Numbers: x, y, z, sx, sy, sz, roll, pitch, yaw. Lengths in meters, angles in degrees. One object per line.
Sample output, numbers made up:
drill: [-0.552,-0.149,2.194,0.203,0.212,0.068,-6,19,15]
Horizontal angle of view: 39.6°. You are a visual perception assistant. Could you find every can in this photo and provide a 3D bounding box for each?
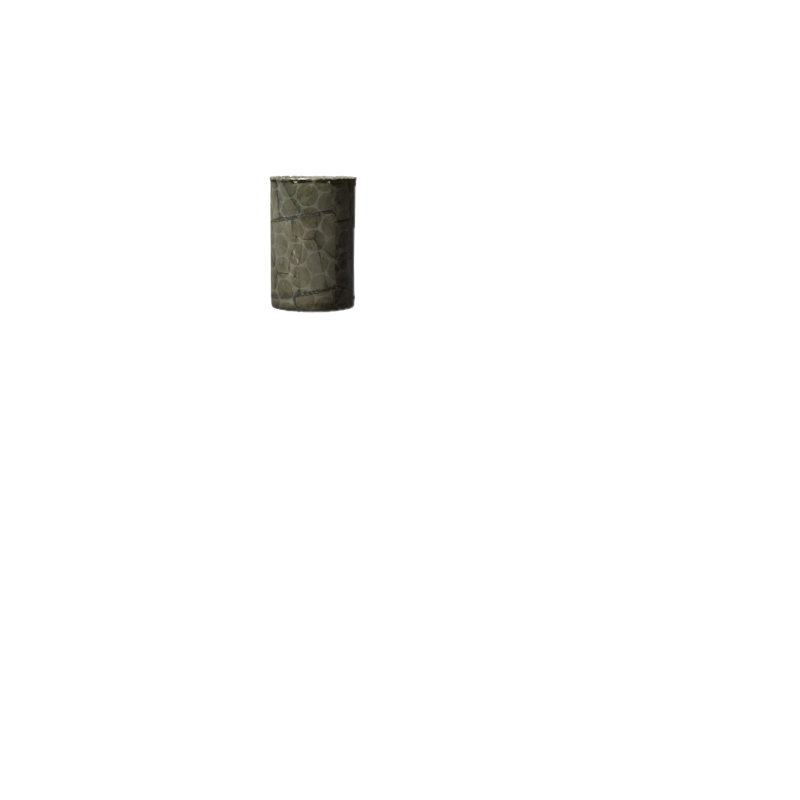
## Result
can: [-0.068,-0.123,0.865,0.068,0.101,0.070,0,8,-2]
